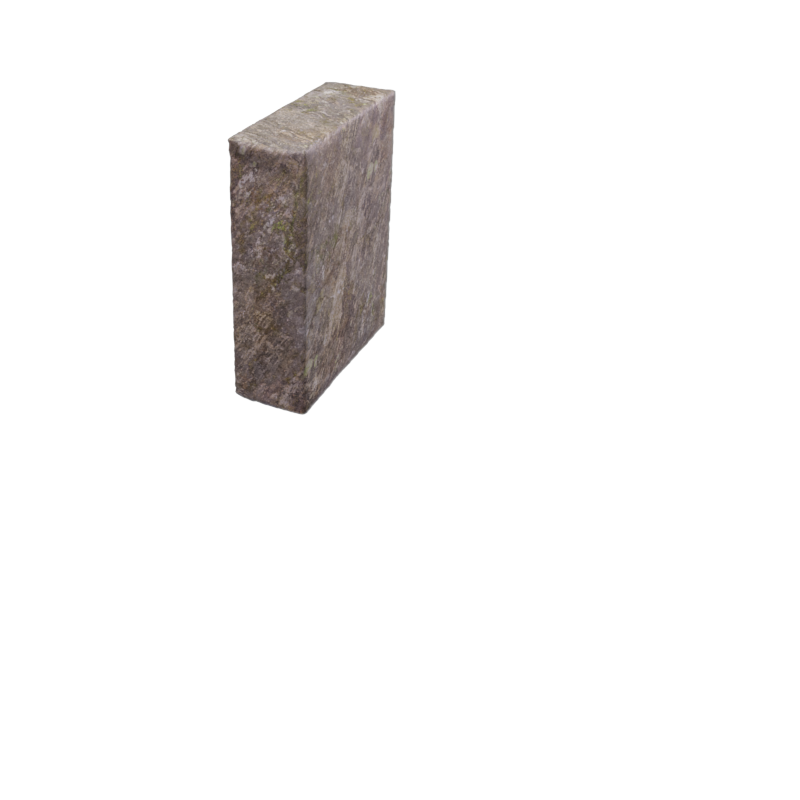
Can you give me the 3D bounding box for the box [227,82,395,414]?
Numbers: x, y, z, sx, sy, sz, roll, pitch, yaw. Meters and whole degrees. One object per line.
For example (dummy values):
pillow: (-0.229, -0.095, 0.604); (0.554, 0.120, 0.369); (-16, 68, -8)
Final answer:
box: (-0.068, -0.124, 0.868); (0.074, 0.202, 0.168); (12, 29, 19)
